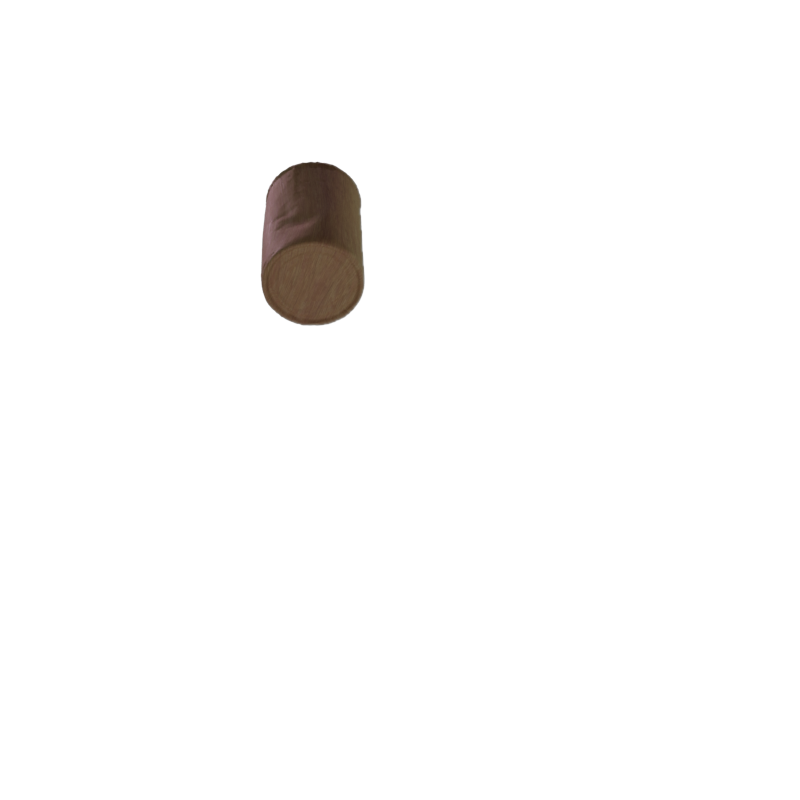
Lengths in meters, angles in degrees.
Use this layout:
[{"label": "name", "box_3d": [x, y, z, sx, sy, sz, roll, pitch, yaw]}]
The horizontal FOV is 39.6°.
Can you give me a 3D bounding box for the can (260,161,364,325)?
[{"label": "can", "box_3d": [-0.058, -0.106, 0.744, 0.068, 0.064, 0.109, -1, 38, -3]}]
